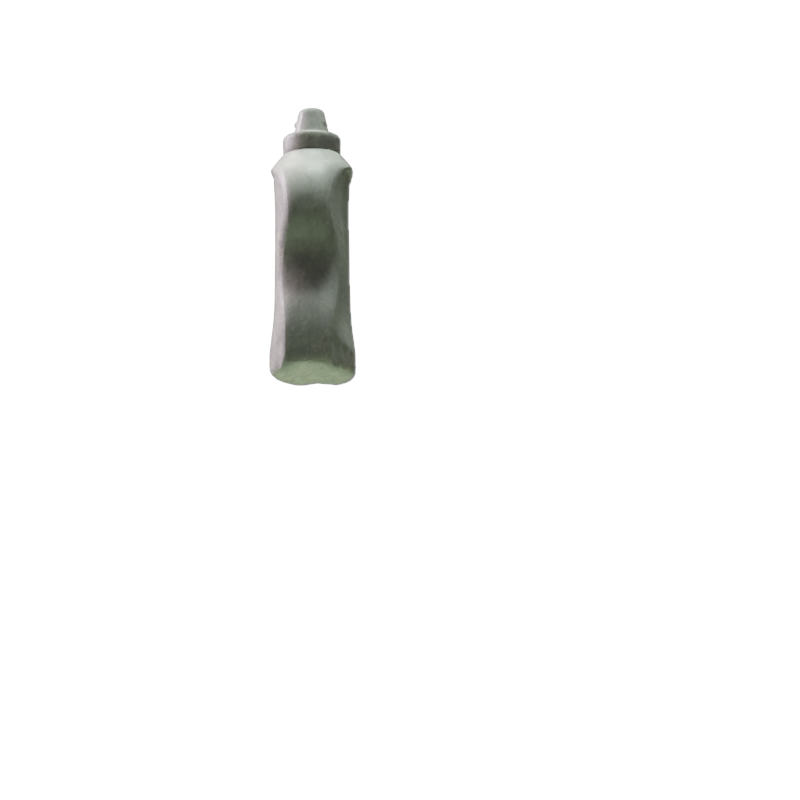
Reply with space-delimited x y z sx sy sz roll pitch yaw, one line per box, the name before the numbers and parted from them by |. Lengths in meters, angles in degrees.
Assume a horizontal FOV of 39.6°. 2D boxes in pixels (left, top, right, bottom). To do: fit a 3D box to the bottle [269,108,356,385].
bottle | -0.061 -0.110 0.770 0.059 0.198 0.092 -2 -12 4
